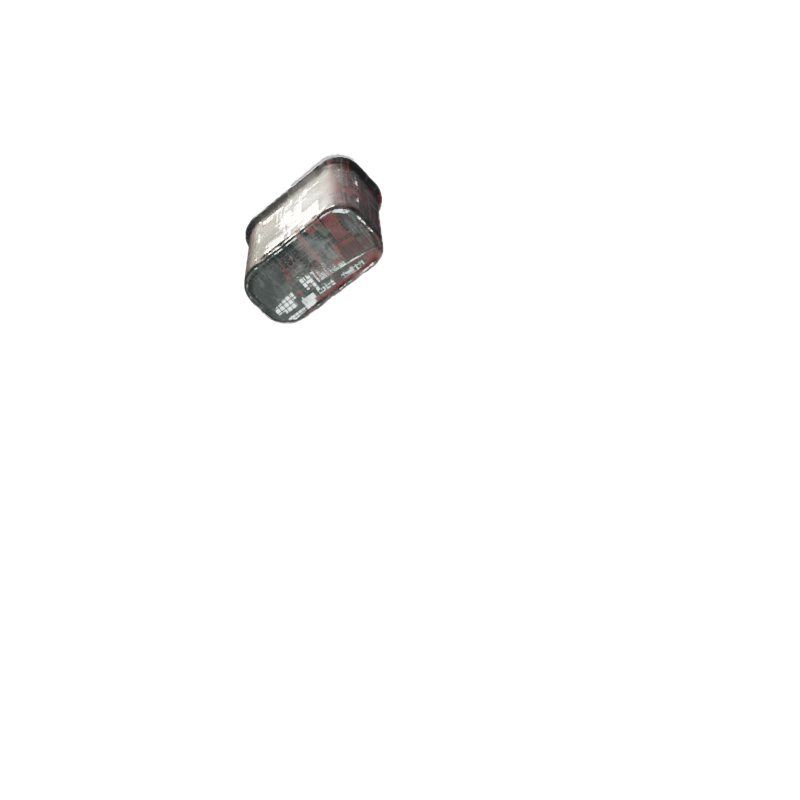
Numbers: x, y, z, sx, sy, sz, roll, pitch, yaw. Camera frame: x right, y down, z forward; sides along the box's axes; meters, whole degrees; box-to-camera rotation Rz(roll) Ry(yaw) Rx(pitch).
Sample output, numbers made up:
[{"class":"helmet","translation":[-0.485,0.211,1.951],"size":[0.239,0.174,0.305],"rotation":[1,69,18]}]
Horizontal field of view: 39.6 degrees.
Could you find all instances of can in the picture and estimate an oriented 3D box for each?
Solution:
[{"class":"can","translation":[-0.060,-0.109,0.762],"size":[0.101,0.054,0.089],"rotation":[-36,26,17]}]
